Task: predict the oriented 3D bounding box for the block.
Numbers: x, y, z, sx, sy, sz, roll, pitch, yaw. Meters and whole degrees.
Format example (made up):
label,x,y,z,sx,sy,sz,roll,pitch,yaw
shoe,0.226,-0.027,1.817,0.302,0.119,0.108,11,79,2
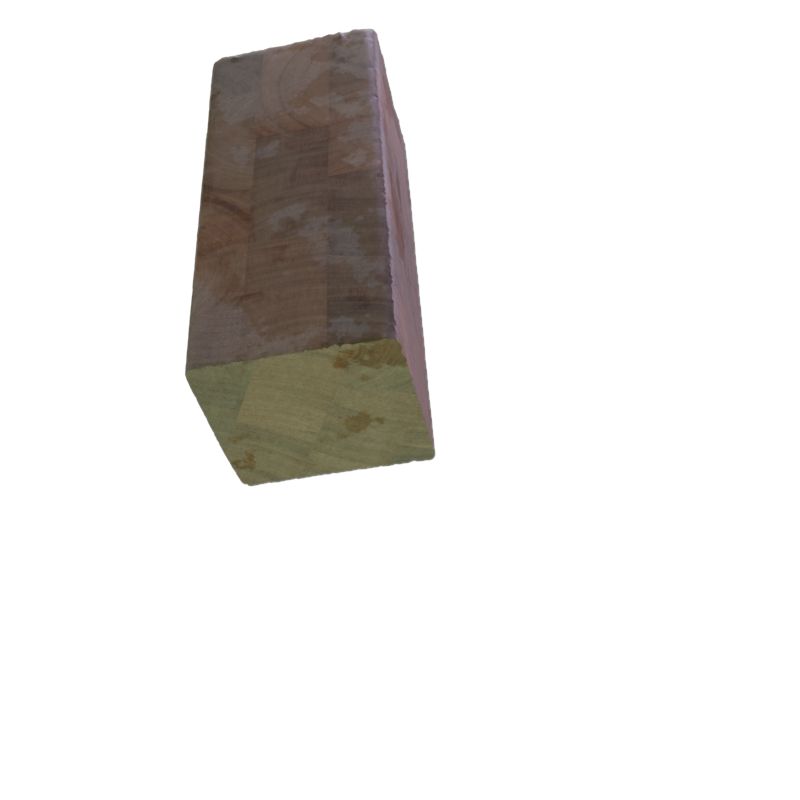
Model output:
label,x,y,z,sx,sy,sz,roll,pitch,yaw
block,-0.042,-0.077,0.534,0.091,0.221,0.083,-10,-41,8
